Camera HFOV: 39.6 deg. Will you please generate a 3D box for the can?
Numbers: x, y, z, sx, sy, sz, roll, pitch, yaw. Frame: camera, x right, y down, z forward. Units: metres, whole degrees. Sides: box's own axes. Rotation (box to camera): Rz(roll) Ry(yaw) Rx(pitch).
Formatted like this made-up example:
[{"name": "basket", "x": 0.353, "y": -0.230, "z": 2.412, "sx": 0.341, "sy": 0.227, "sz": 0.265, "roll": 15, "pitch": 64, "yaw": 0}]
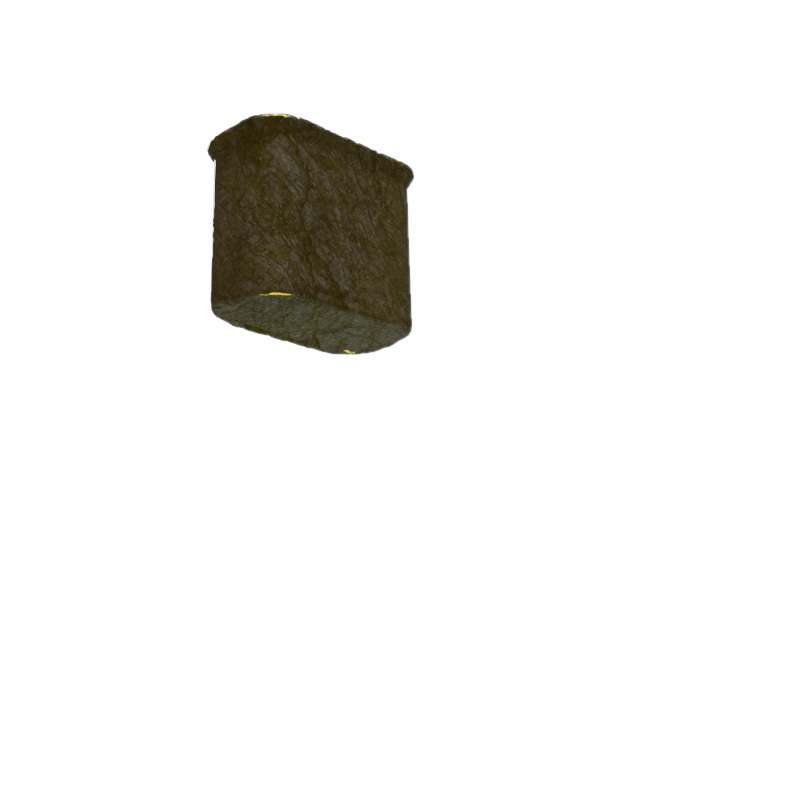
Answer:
[{"name": "can", "x": -0.040, "y": -0.073, "z": 0.513, "sx": 0.096, "sy": 0.088, "sz": 0.058, "roll": 16, "pitch": -26, "yaw": -42}]
